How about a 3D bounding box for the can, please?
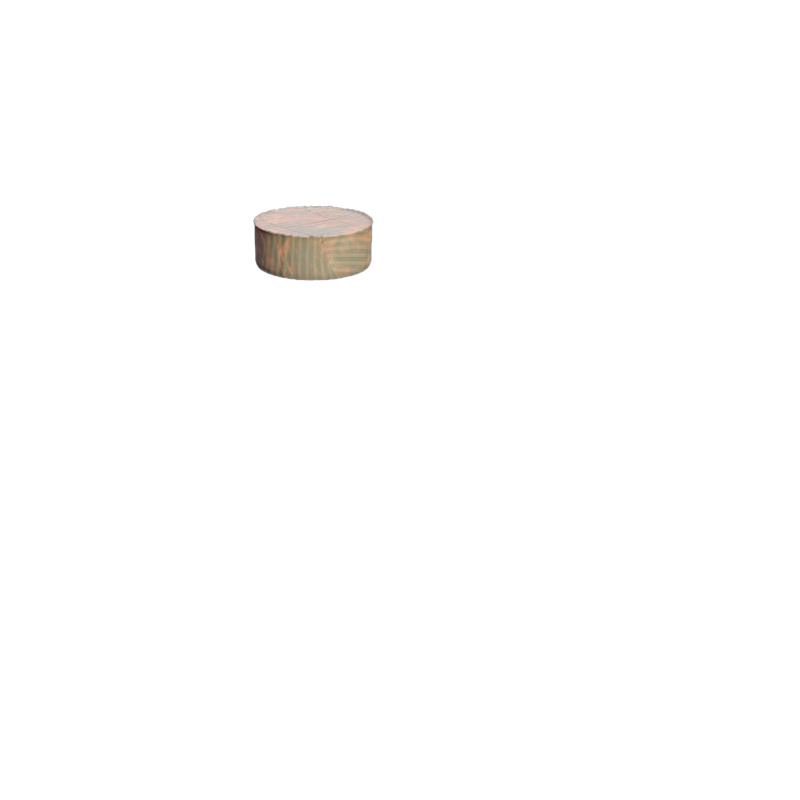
[{"bbox_3d":[-0.062,-0.114,0.798,0.086,0.032,0.090,-1,22,-2],"label":"can"}]
